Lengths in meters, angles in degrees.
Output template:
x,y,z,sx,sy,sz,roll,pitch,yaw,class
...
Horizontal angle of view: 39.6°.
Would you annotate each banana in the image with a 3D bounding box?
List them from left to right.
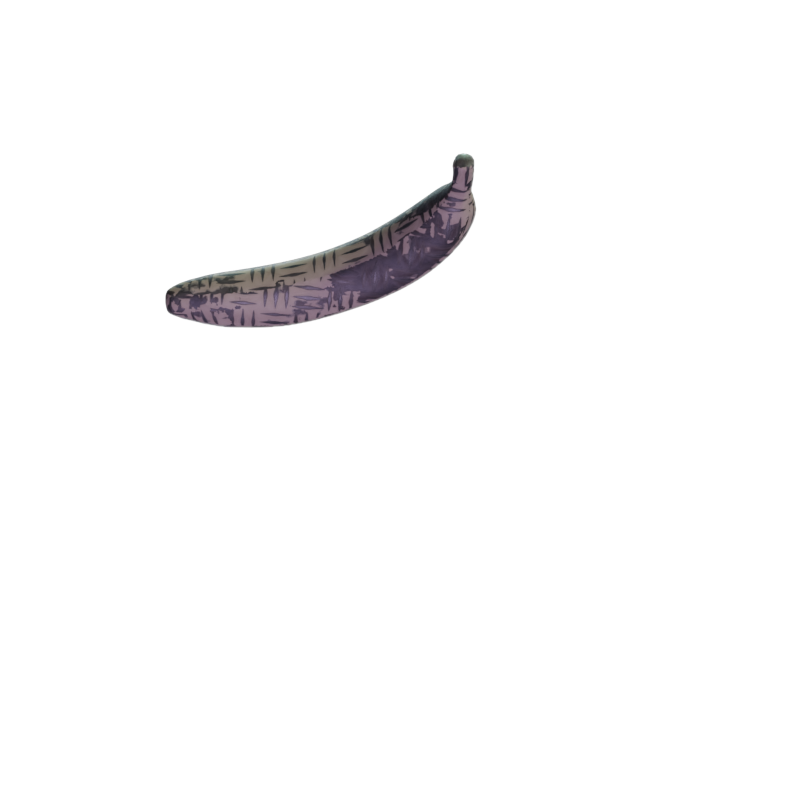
x,y,z,sx,sy,sz,roll,pitch,yaw,class
-0.035,-0.078,0.621,0.198,0.039,0.064,-23,-50,20,banana
